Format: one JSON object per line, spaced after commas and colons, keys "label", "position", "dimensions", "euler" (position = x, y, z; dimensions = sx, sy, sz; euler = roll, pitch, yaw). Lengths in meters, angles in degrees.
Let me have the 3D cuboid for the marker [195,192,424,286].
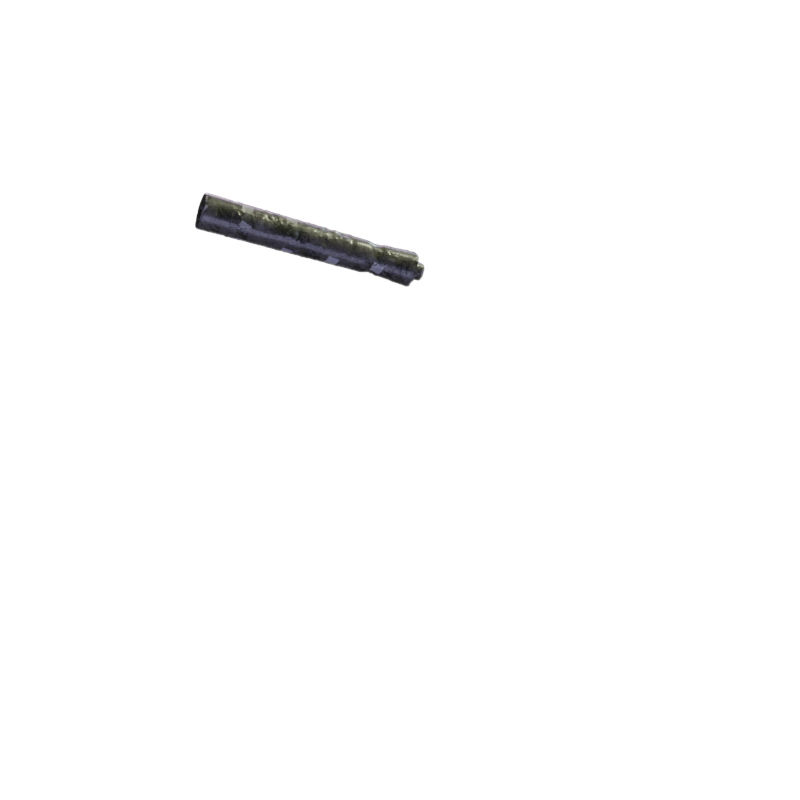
{"label": "marker", "position": [-0.044, -0.081, 0.568], "dimensions": [0.118, 0.020, 0.020], "euler": [14, 0, -14]}
